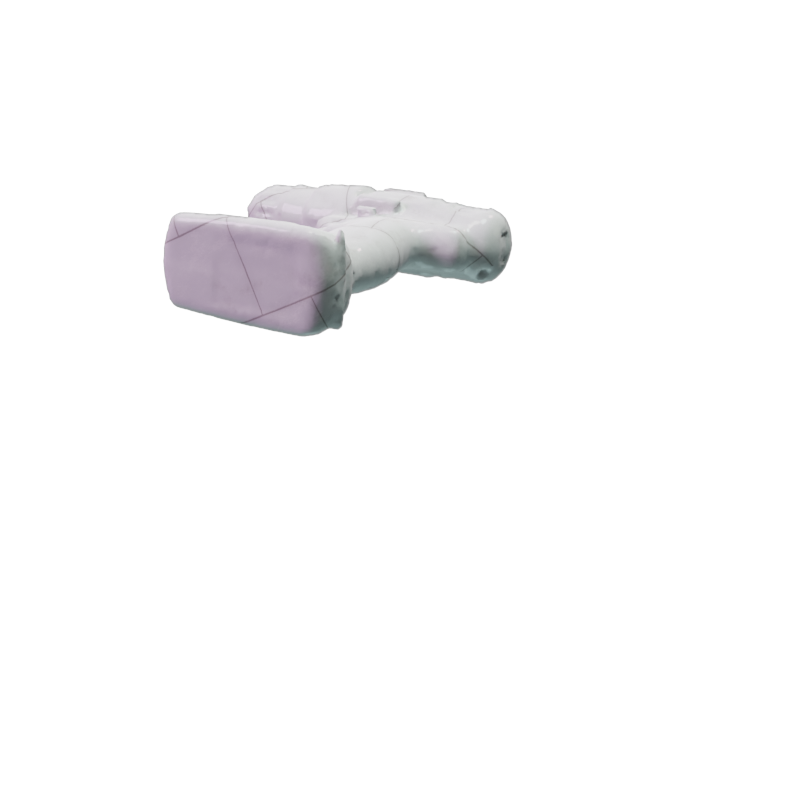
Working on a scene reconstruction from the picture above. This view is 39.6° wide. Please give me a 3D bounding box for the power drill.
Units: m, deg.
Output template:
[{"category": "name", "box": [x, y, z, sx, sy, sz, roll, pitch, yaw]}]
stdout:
[{"category": "power drill", "box": [-0.051, -0.093, 0.649, 0.193, 0.055, 0.186, 11, 21, 29]}]
